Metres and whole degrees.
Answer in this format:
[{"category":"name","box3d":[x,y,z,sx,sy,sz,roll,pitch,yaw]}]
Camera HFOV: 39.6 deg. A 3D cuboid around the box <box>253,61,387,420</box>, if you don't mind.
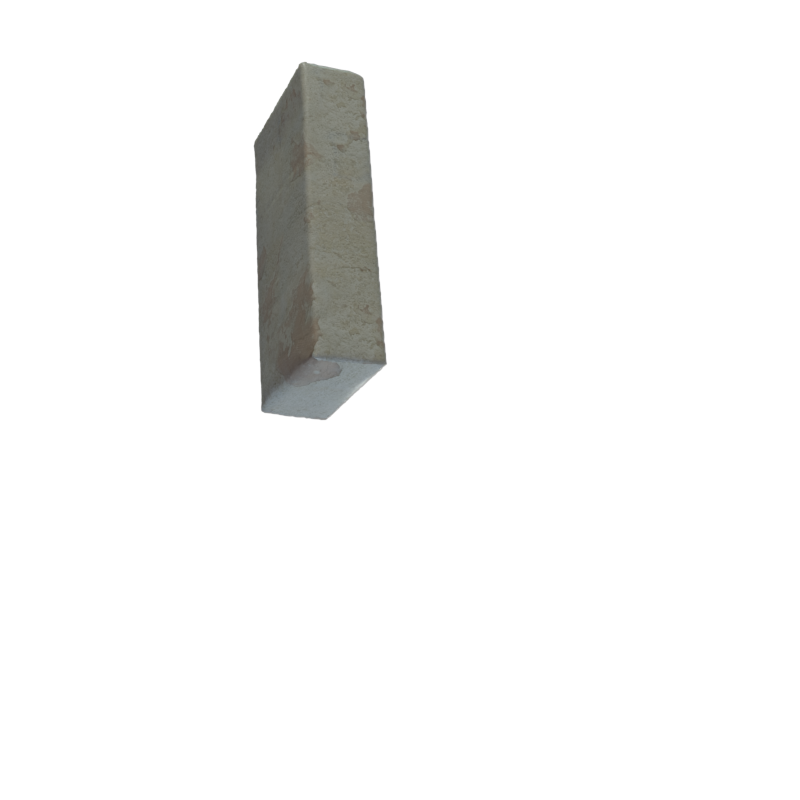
[{"category":"box","box3d":[-0.048,-0.088,0.613,0.046,0.186,0.091,9,-27,-22]}]
